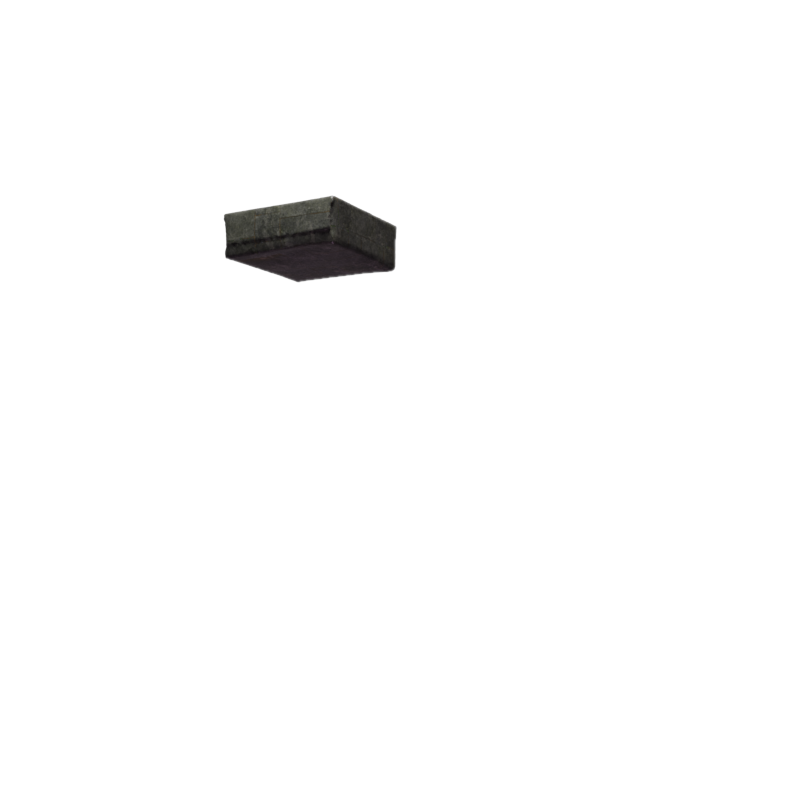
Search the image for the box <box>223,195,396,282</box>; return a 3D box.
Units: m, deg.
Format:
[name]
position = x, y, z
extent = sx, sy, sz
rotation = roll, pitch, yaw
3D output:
[box]
position = -0.064, -0.117, 0.822
extent = 0.092, 0.040, 0.108
rotation = -4, -8, 25
